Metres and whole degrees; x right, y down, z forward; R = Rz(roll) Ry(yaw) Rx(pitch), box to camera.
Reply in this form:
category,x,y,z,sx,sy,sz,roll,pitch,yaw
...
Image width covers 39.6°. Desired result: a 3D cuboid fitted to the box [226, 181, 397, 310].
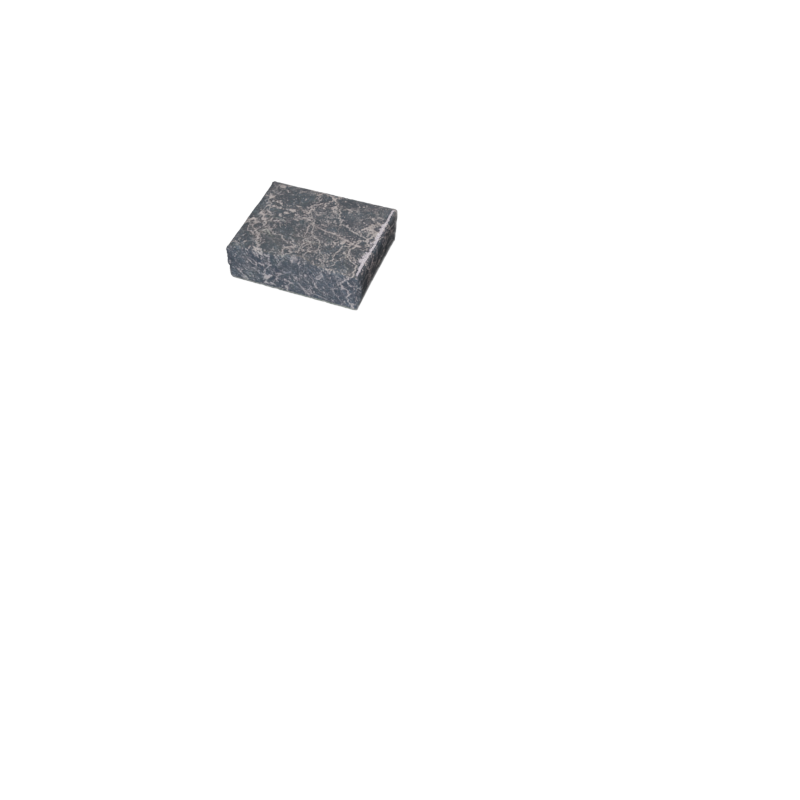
category,x,y,z,sx,sy,sz,roll,pitch,yaw
box,-0.055,-0.101,0.705,0.092,0.028,0.076,15,46,15
